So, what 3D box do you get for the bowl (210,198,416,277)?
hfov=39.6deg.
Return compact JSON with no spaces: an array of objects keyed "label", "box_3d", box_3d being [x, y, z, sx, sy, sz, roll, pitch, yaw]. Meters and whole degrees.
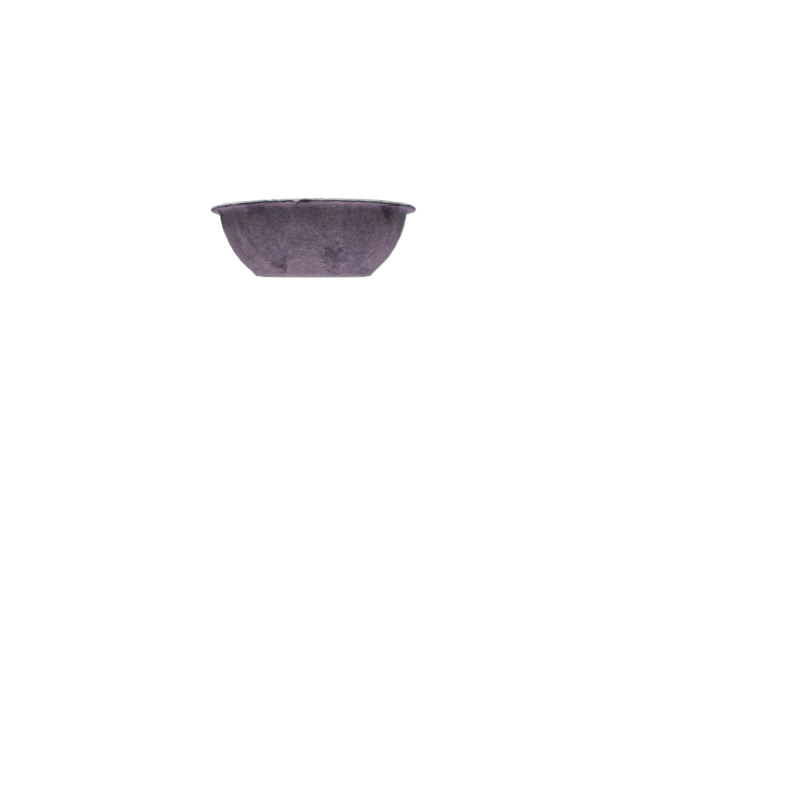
[{"label":"bowl","box_3d":[-0.068,-0.125,0.872,0.162,0.055,0.163,0,4,-2]}]
